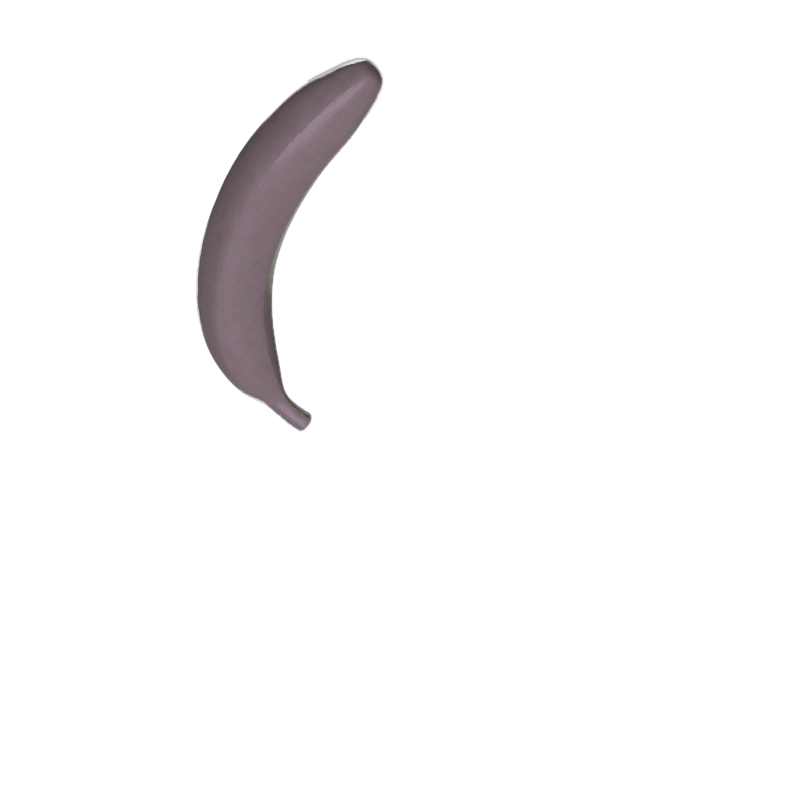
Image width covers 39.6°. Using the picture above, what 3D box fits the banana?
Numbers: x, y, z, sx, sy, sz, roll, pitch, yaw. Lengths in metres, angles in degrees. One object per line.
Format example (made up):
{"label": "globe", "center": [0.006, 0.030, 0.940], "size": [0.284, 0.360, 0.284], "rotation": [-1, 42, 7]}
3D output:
{"label": "banana", "center": [-0.061, -0.075, 0.533], "size": [0.069, 0.188, 0.039], "rotation": [10, 30, -7]}
